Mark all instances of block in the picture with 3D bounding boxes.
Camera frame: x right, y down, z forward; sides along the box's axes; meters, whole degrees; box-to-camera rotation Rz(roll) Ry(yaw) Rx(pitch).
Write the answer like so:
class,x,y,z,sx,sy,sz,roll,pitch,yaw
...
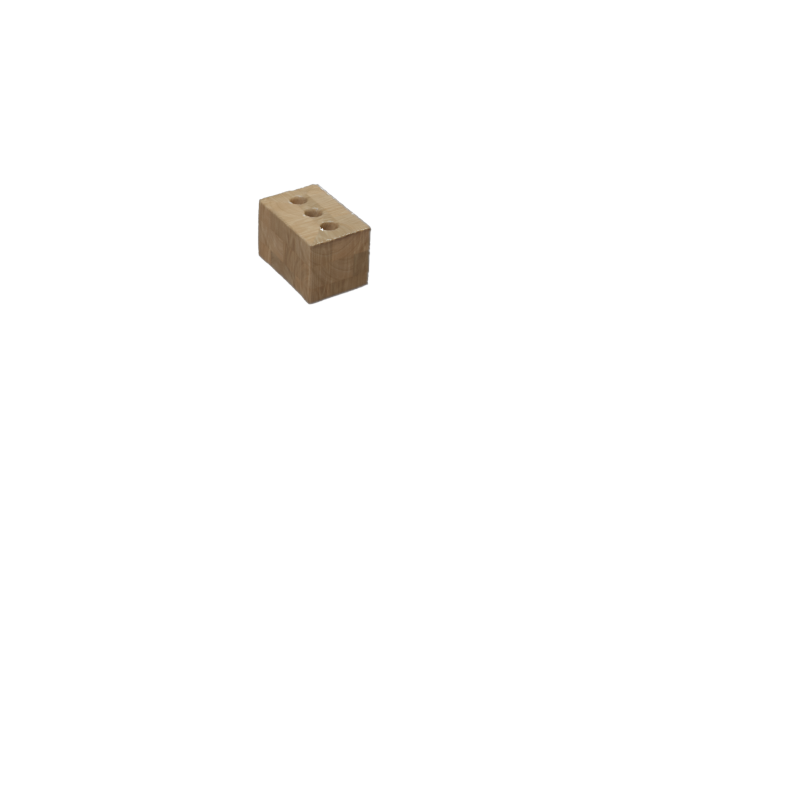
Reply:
class,x,y,z,sx,sy,sz,roll,pitch,yaw
block,-0.063,-0.116,0.811,0.052,0.048,0.084,-20,41,-27
